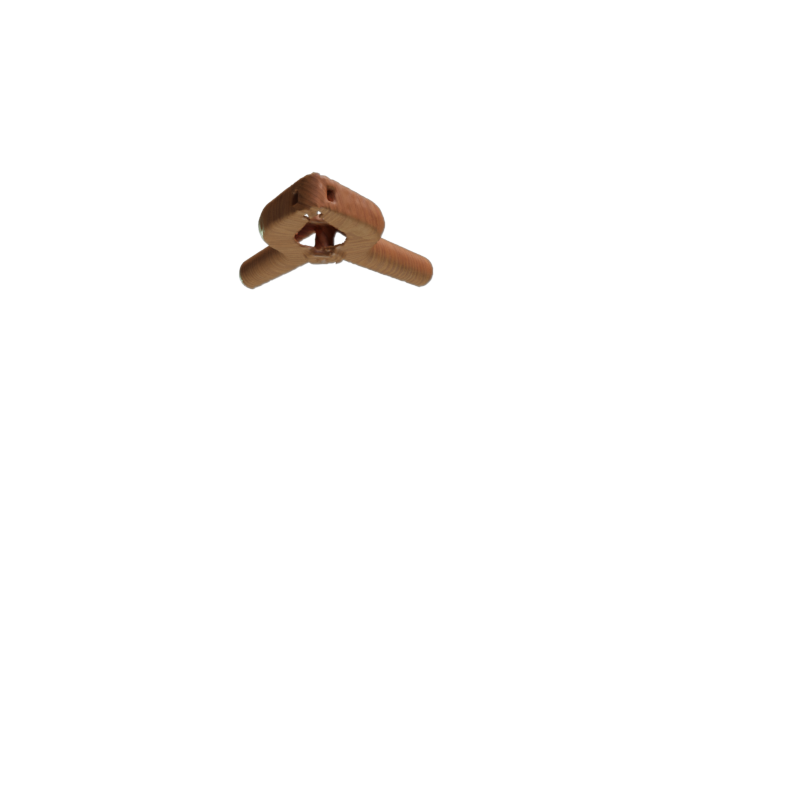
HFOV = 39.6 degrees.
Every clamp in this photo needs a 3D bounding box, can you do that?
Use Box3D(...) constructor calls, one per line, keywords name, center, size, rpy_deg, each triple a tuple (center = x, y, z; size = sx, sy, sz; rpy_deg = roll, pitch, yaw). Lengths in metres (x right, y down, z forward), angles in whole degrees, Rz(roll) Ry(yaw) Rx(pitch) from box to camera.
Box3D(name="clamp", center=(-0.068, -0.124, 0.866), size=(0.167, 0.038, 0.200), rpy_deg=(-2, -12, 10))
